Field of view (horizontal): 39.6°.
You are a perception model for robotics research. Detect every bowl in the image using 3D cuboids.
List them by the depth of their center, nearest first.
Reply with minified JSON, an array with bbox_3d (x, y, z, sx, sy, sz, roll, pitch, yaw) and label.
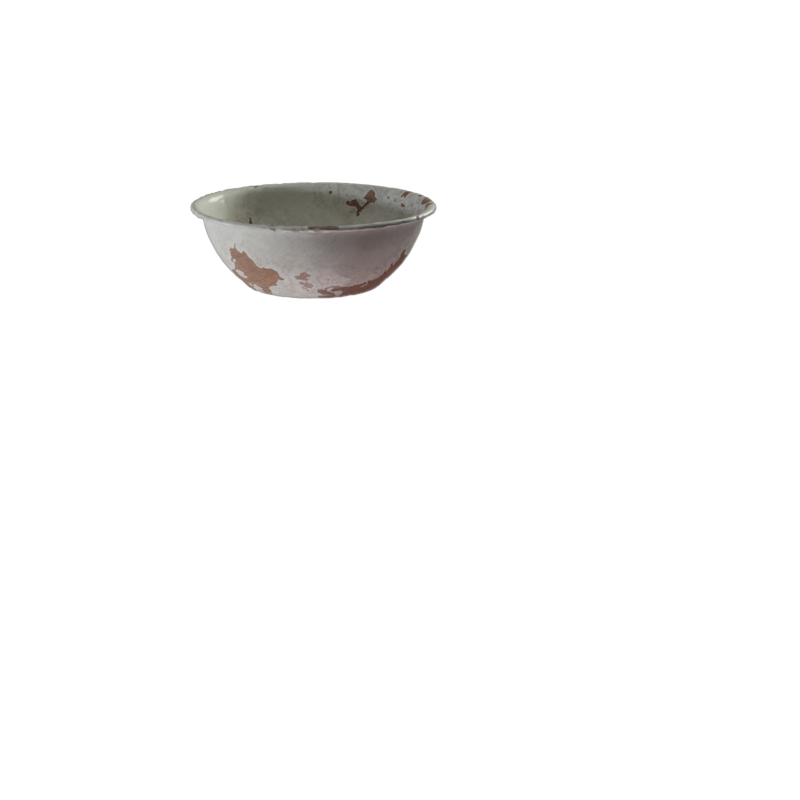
[{"bbox_3d":[-0.058,-0.105,0.736,0.162,0.053,0.168,-1,19,-2],"label":"bowl"}]
